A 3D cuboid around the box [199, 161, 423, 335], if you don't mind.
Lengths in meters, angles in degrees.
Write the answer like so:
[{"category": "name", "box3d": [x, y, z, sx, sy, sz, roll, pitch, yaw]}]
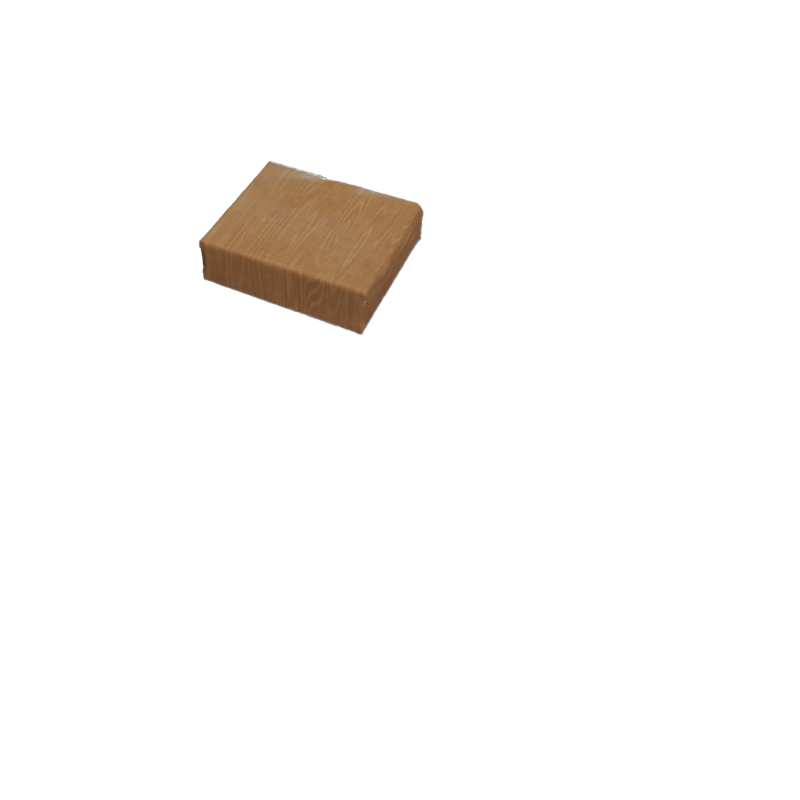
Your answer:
[{"category": "box", "box3d": [-0.043, -0.078, 0.549, 0.092, 0.028, 0.076, 18, 47, 17]}]
